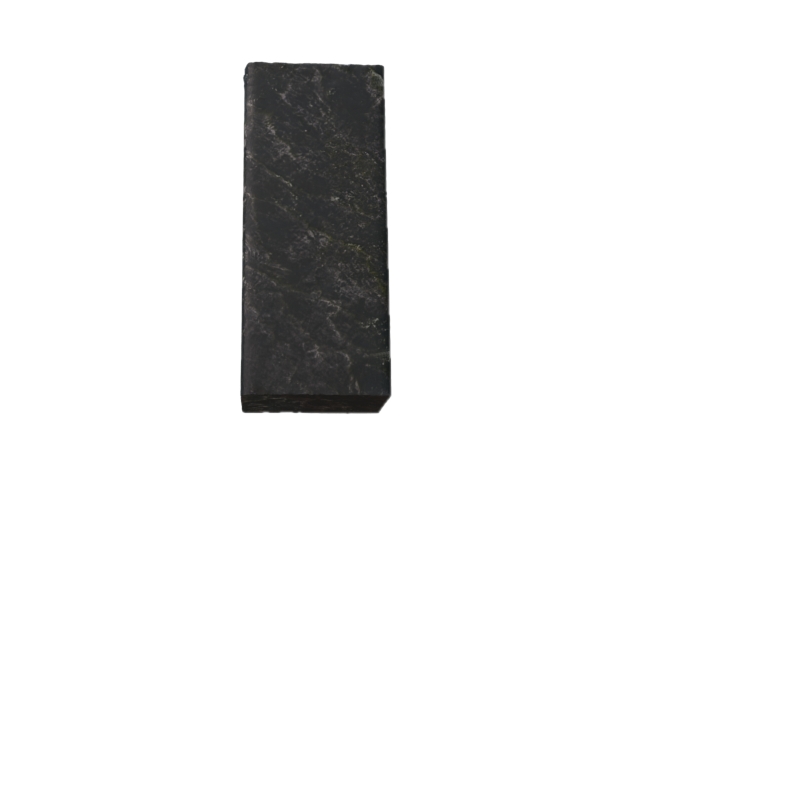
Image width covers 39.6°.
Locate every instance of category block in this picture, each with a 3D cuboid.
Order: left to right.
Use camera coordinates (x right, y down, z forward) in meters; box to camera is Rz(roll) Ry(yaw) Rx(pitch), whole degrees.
[{"bbox_3d":[-0.056,-0.100,0.701,0.090,0.214,0.088,0,-14,-5],"label":"block"}]
